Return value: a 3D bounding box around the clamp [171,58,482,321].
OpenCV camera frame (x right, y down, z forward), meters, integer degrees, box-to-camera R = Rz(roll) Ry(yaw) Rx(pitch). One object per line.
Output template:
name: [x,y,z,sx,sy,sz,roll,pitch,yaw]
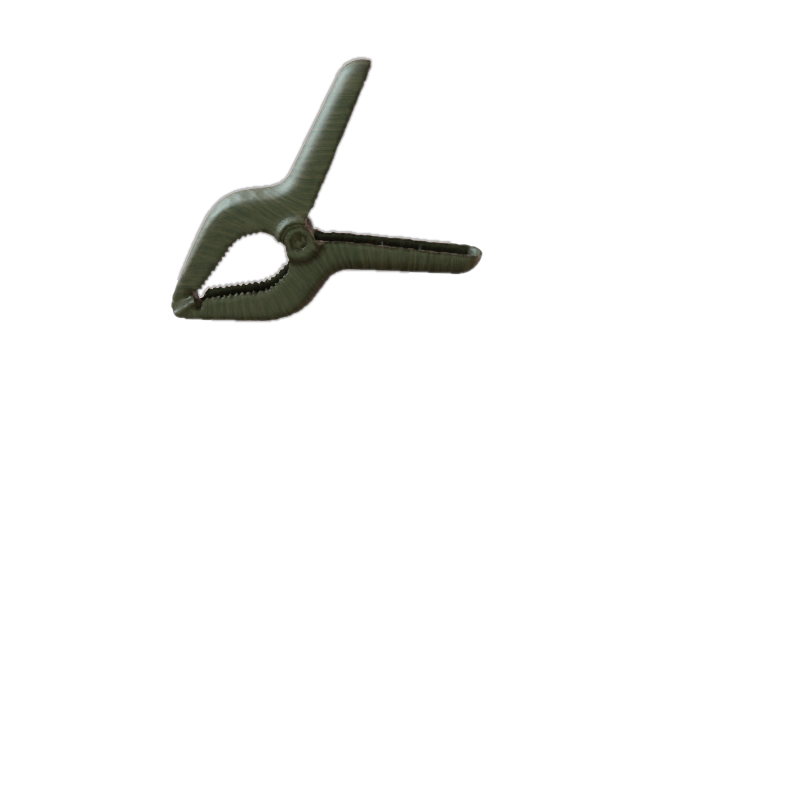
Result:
clamp: [-0.059,-0.108,0.758,0.209,0.159,0.038,-36,13,9]
